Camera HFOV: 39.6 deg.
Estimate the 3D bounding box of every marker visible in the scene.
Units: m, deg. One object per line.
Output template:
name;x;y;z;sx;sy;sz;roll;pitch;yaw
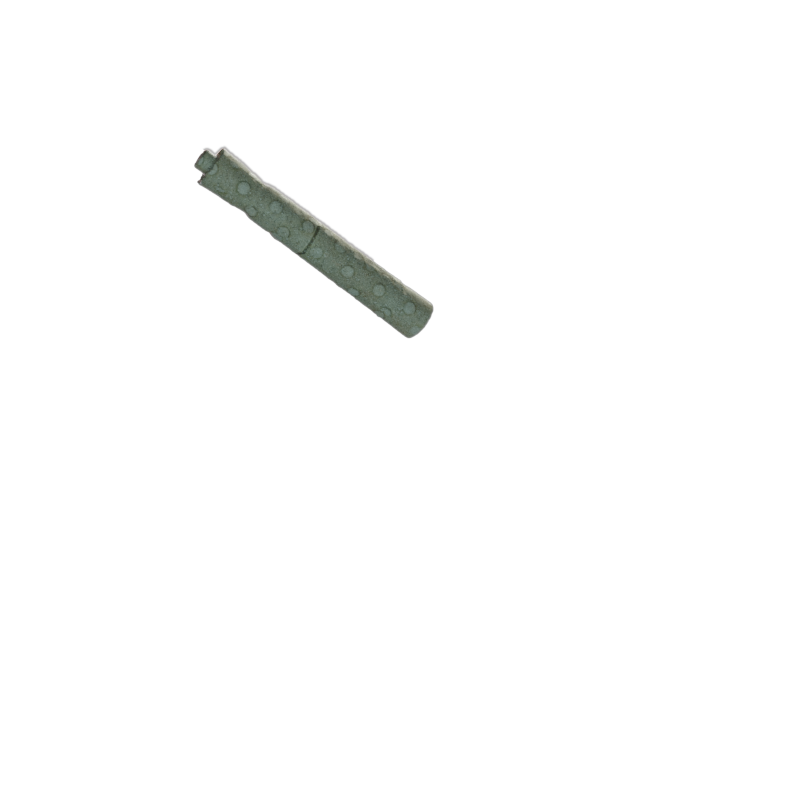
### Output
marker;-0.037;-0.068;0.475;0.117;0.020;0.020;36;-7;-14
